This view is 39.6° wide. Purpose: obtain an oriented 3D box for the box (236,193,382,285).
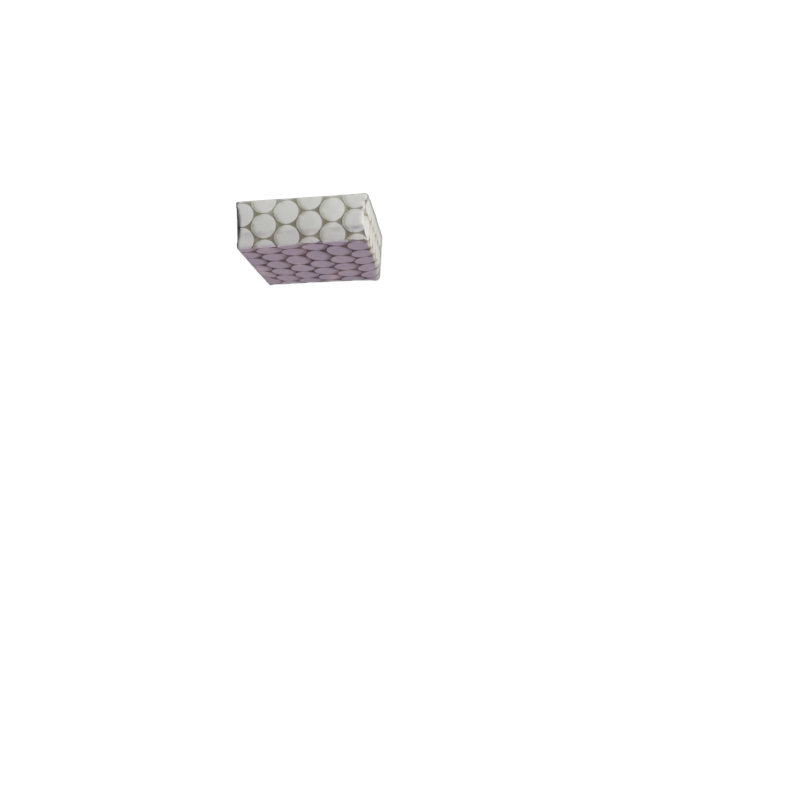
[{"bbox_3d":[-0.061,-0.112,0.785,0.091,0.040,0.109,-1,-10,6],"label":"box"}]
